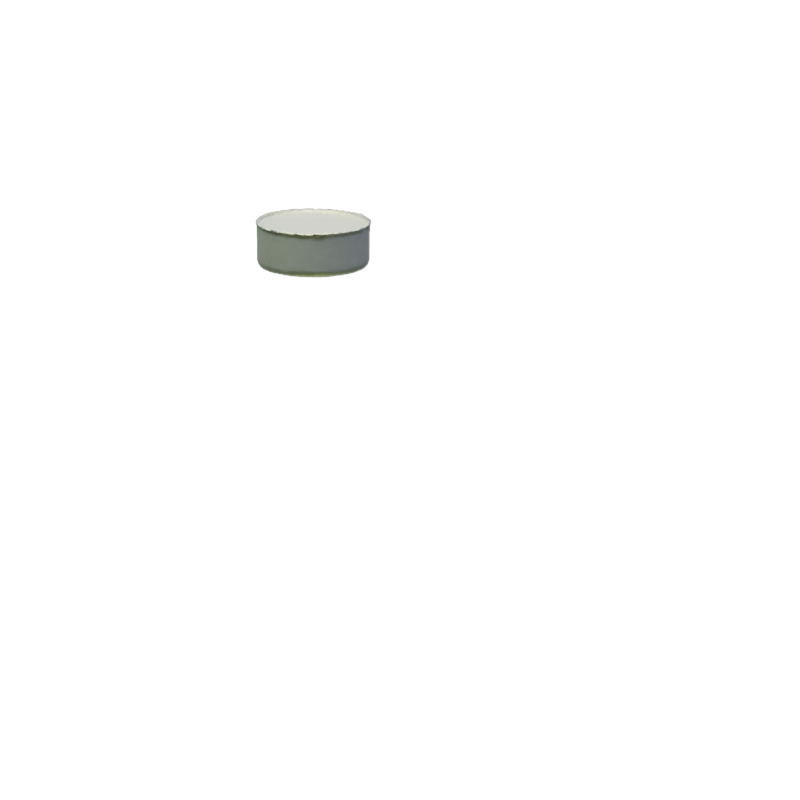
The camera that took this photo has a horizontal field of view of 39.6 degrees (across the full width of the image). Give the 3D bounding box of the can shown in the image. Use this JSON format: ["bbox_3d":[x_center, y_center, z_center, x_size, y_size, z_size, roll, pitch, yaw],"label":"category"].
[{"bbox_3d":[-0.065,-0.118,0.828,0.086,0.032,0.090,-1,20,-2],"label":"can"}]
